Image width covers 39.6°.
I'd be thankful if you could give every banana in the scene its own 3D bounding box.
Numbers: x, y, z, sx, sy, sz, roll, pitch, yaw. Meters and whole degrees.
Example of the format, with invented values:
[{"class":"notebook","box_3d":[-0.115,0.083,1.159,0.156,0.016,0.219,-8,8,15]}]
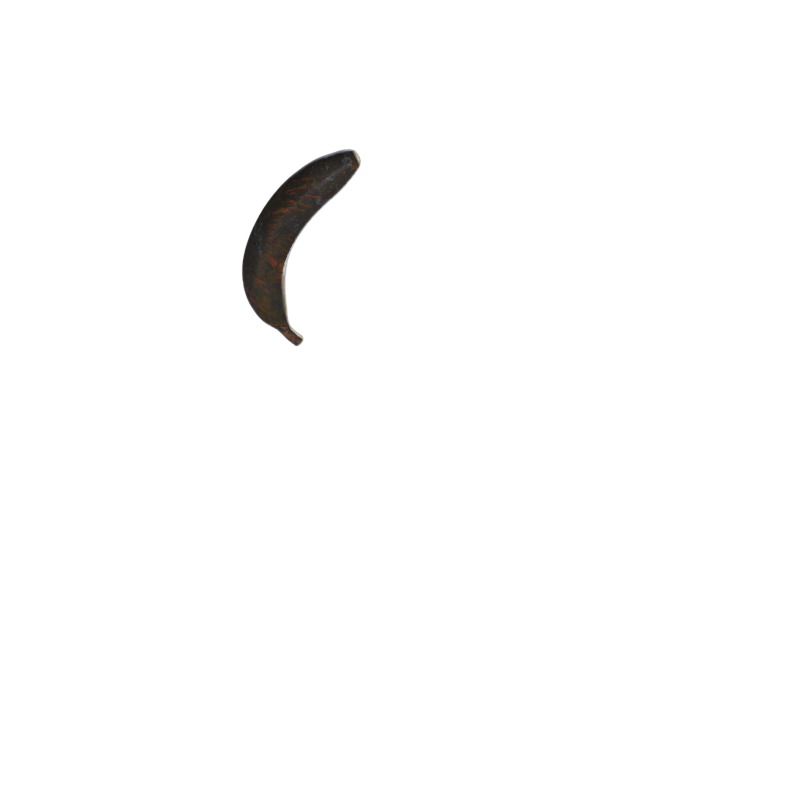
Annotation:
[{"class":"banana","box_3d":[-0.091,-0.132,0.921,0.068,0.188,0.039,13,38,-11]}]
